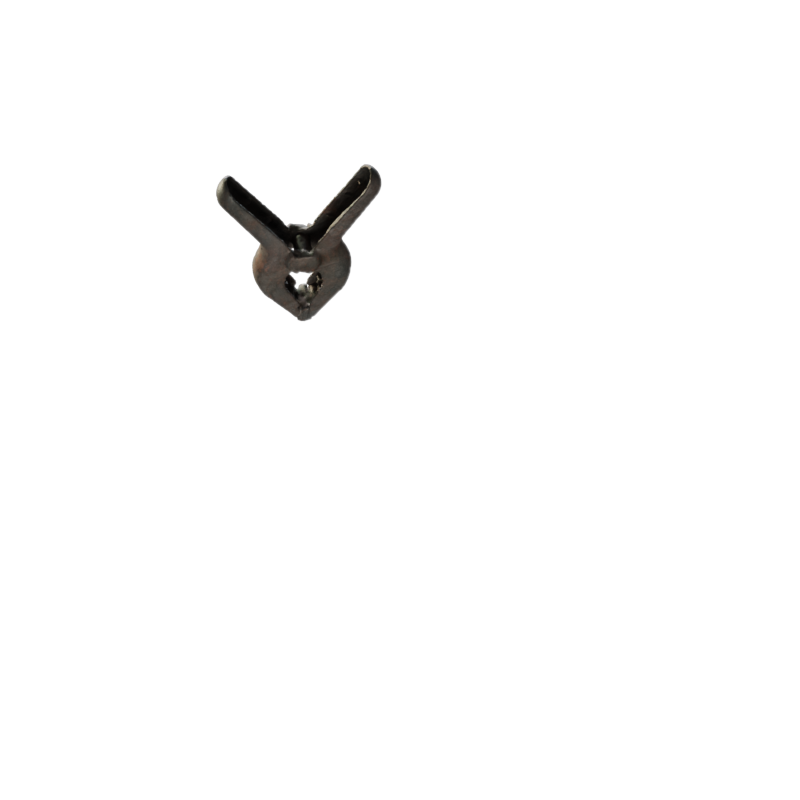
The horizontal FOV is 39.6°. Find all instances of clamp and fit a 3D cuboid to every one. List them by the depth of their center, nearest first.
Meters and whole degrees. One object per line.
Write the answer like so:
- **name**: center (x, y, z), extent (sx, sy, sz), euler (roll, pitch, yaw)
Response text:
- **clamp**: center (-0.068, -0.123, 0.865), extent (0.121, 0.042, 0.159), euler (-4, -30, 6)
